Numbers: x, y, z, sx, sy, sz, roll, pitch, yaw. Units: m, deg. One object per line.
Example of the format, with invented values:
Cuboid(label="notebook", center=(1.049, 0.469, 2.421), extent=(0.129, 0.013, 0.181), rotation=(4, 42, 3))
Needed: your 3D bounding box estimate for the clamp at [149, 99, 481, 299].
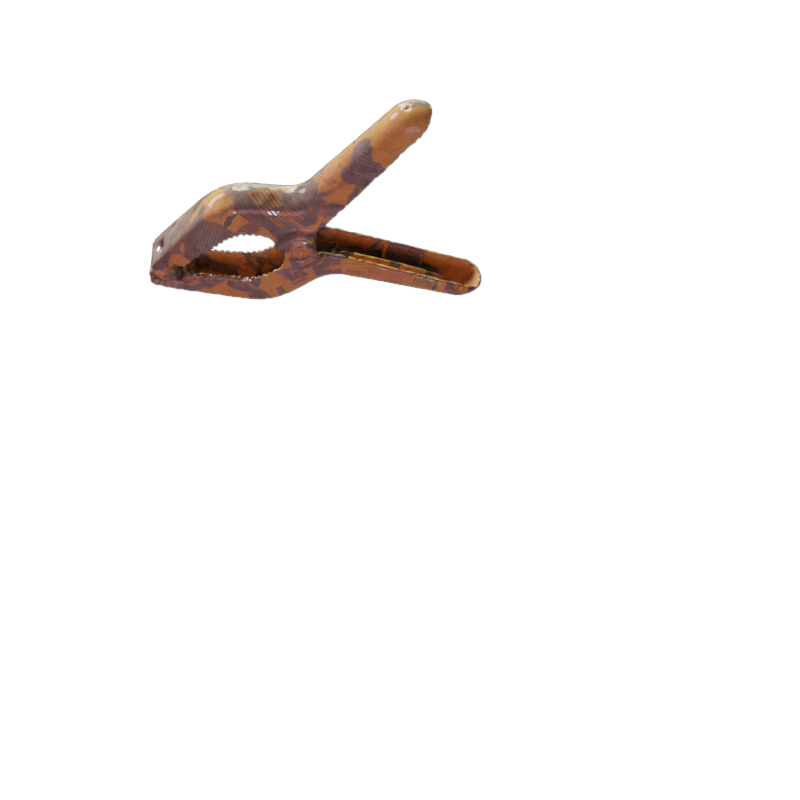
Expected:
Cuboid(label="clamp", center=(-0.055, -0.100, 0.703), extent=(0.212, 0.039, 0.152), rotation=(-14, -40, 17))
